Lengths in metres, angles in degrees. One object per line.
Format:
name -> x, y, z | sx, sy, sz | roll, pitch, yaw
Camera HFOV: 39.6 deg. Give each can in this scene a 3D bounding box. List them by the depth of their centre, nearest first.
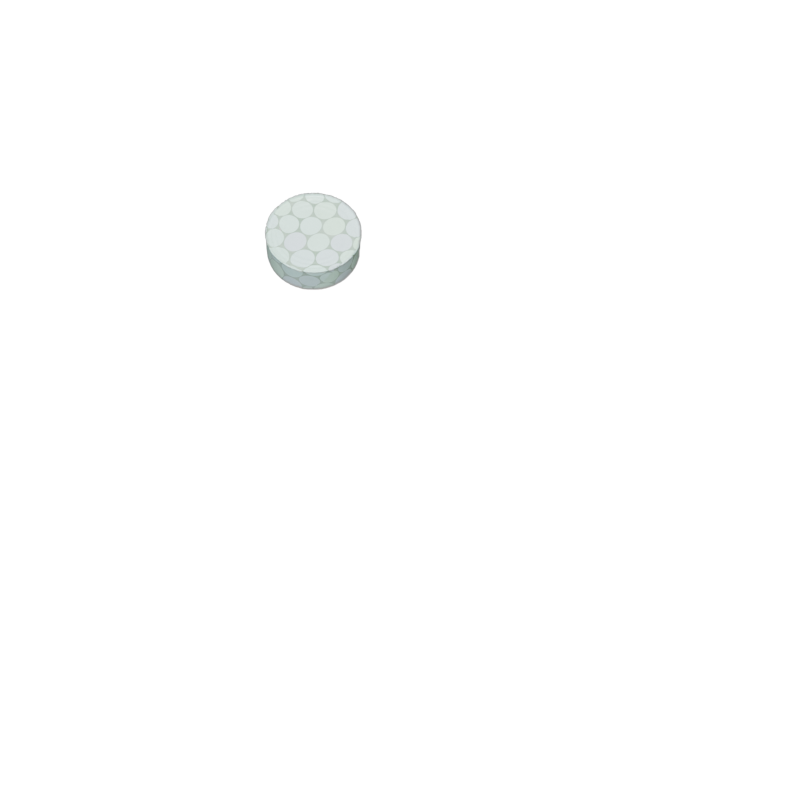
can -> -0.078, -0.142, 0.993 | 0.086, 0.092, 0.031 | -1, -32, -1
